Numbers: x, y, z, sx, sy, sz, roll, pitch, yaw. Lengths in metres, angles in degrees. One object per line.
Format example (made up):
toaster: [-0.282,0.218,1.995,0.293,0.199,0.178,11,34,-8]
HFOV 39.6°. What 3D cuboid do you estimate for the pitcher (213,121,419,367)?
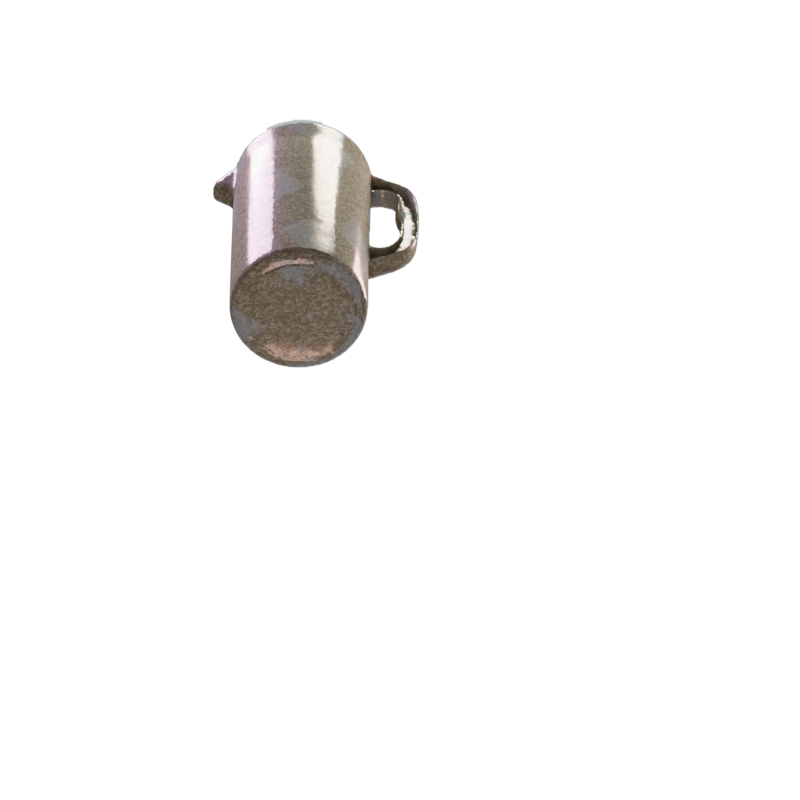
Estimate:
pitcher: [-0.075,-0.137,0.957,0.148,0.137,0.259,-36,28,19]
